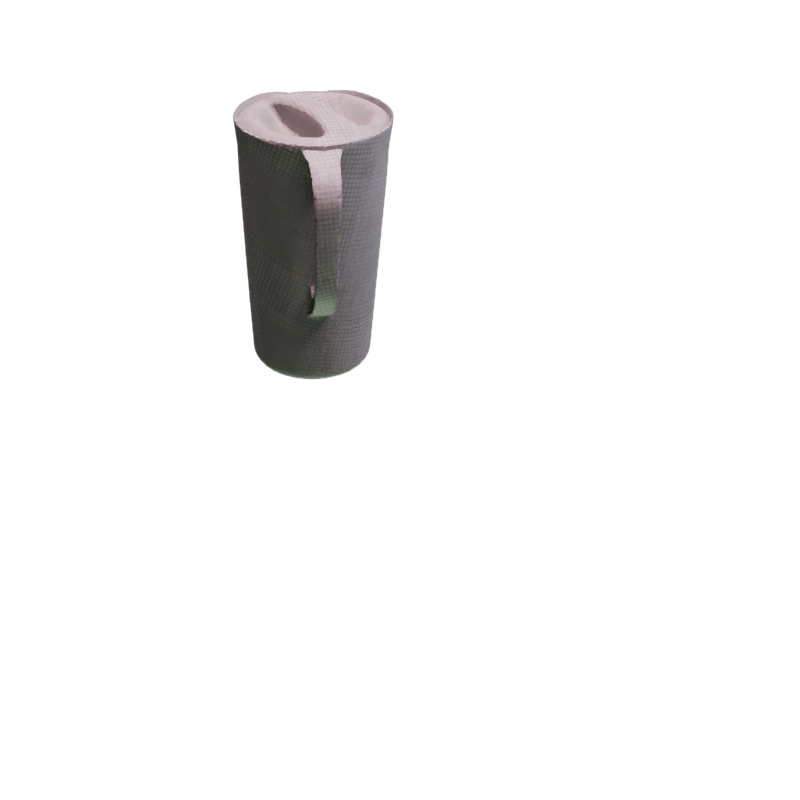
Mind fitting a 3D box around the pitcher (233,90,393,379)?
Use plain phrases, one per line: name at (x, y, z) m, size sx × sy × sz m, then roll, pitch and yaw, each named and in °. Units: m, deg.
pitcher at (-0.075, -0.137, 0.963) m, size 0.153 × 0.229 × 0.150 m, roll 21°, pitch 36°, yaw 29°
